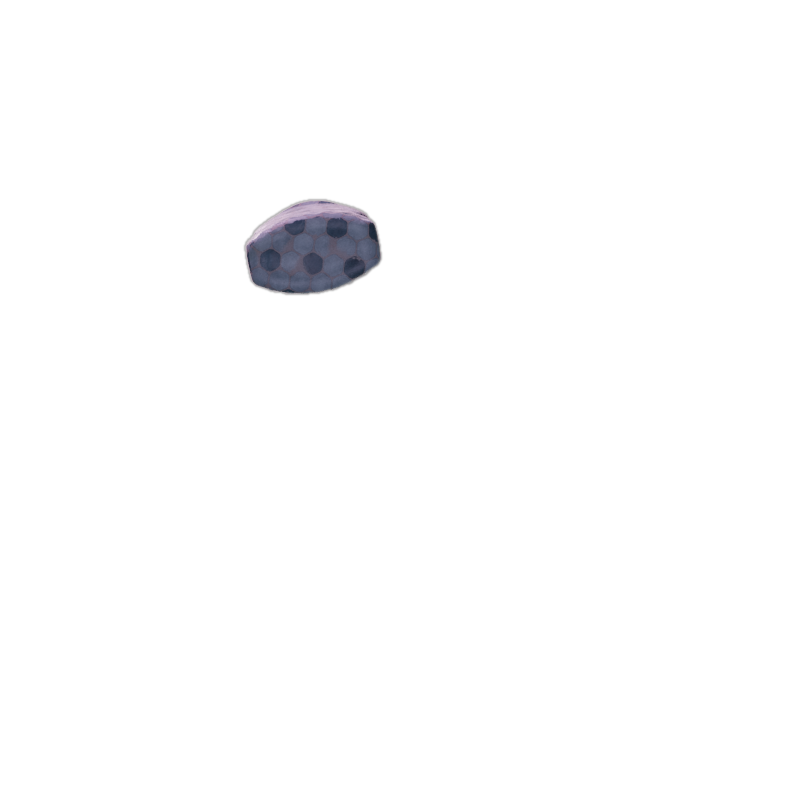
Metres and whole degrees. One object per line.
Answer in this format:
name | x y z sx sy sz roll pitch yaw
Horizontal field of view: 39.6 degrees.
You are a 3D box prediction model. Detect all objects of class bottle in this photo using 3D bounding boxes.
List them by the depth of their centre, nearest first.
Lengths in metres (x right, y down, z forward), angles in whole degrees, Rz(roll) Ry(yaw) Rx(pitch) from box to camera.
bottle | -0.069 -0.126 0.878 0.096 0.057 0.196 -12 13 -1
